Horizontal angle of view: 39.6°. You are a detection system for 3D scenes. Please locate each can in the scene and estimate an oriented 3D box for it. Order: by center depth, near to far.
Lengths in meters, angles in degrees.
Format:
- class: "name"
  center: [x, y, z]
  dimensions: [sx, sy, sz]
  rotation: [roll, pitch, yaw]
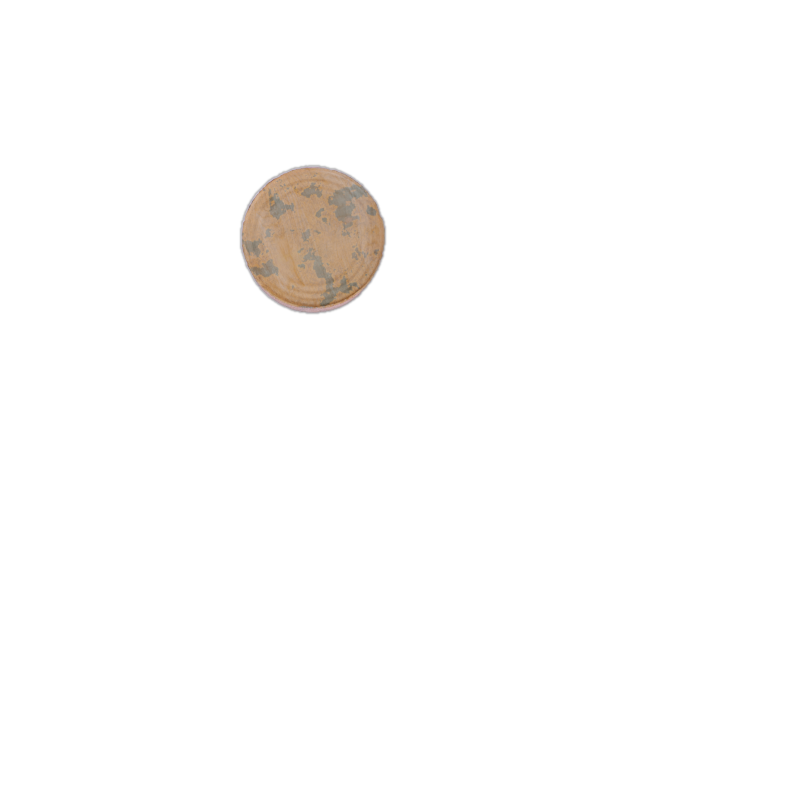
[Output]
- class: "can"
  center: [-0.053, -0.096, 0.672]
  dimensions: [0.086, 0.088, 0.033]
  rotation: [0, -9, -1]
